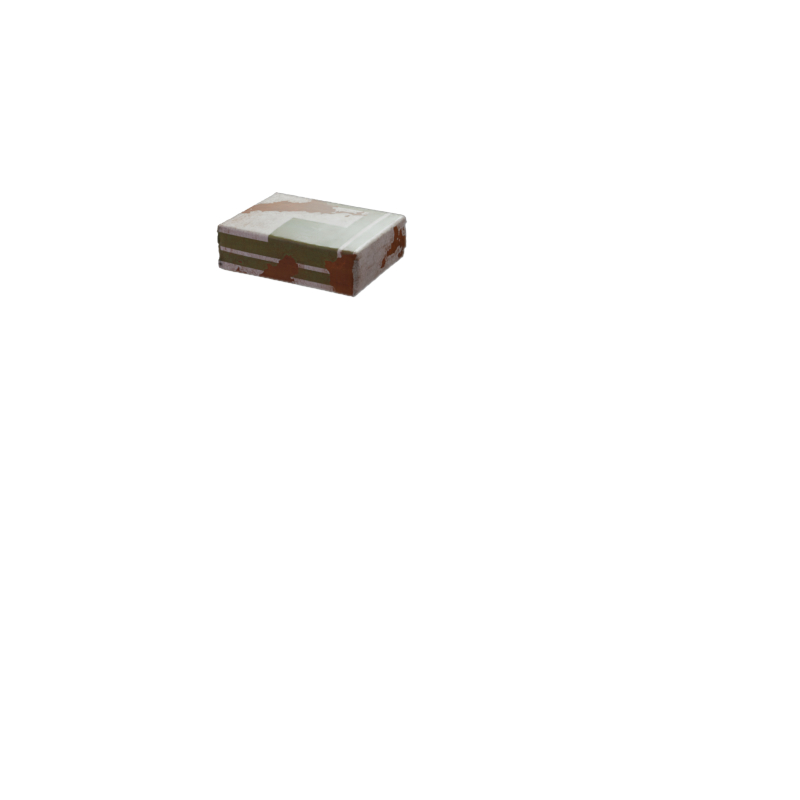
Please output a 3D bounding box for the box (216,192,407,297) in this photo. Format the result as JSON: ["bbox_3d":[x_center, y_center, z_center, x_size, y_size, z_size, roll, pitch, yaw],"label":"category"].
[{"bbox_3d":[-0.063,-0.115,0.807,0.118,0.037,0.091,11,27,22],"label":"box"}]
